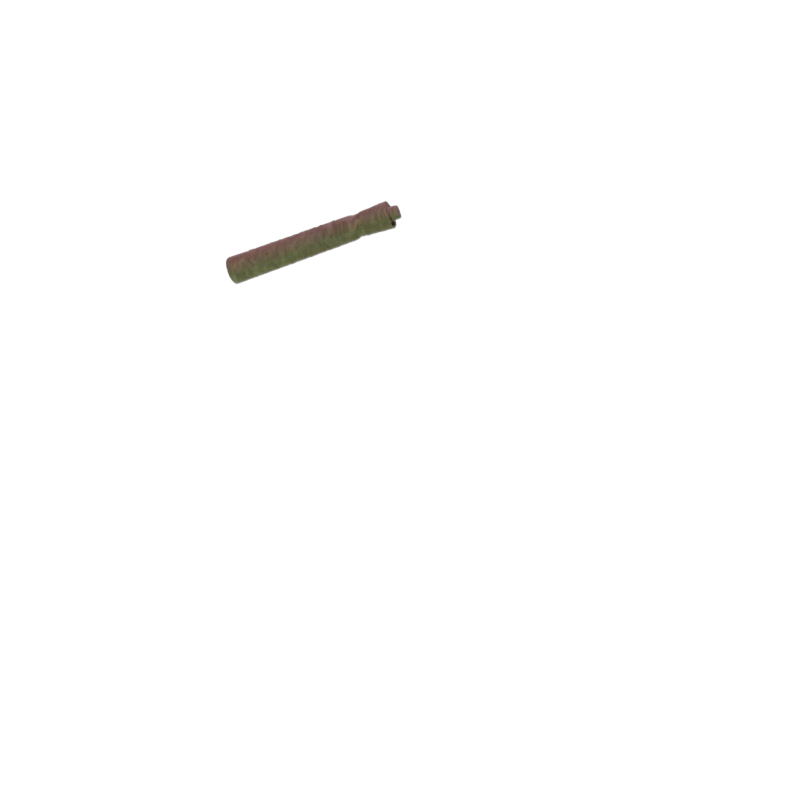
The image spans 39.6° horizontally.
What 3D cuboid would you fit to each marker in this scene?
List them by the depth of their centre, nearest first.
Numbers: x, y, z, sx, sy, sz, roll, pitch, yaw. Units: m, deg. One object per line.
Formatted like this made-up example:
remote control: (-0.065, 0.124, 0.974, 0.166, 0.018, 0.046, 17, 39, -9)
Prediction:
marker: (-0.057, -0.104, 0.725, 0.122, 0.020, 0.019, -17, -1, 16)
